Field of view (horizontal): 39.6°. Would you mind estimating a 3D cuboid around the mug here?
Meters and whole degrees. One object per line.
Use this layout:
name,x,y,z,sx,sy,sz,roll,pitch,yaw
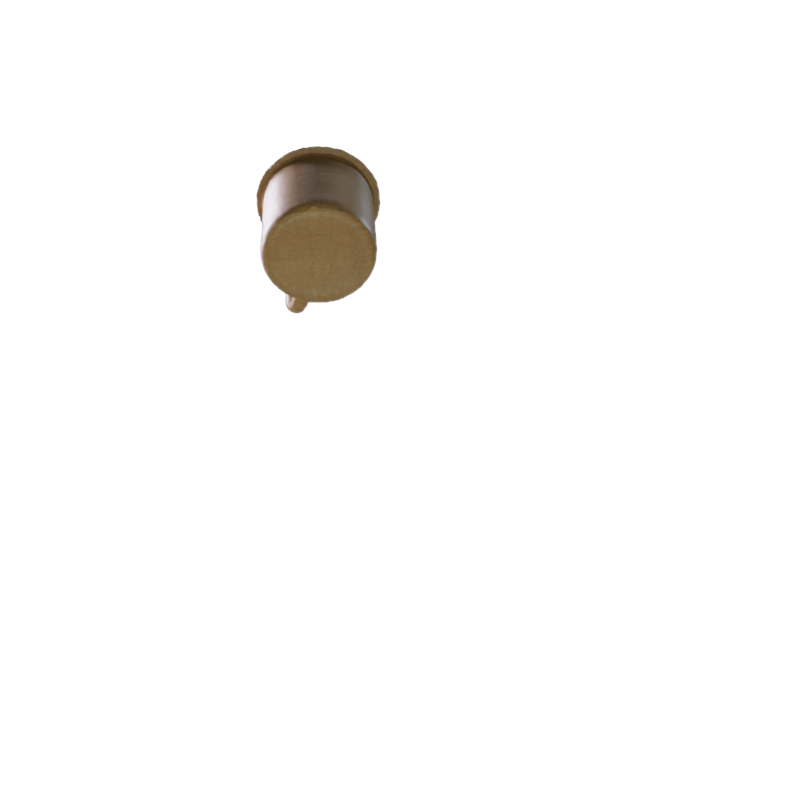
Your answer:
mug,-0.063,-0.115,0.805,0.091,0.112,0.087,16,33,-13
